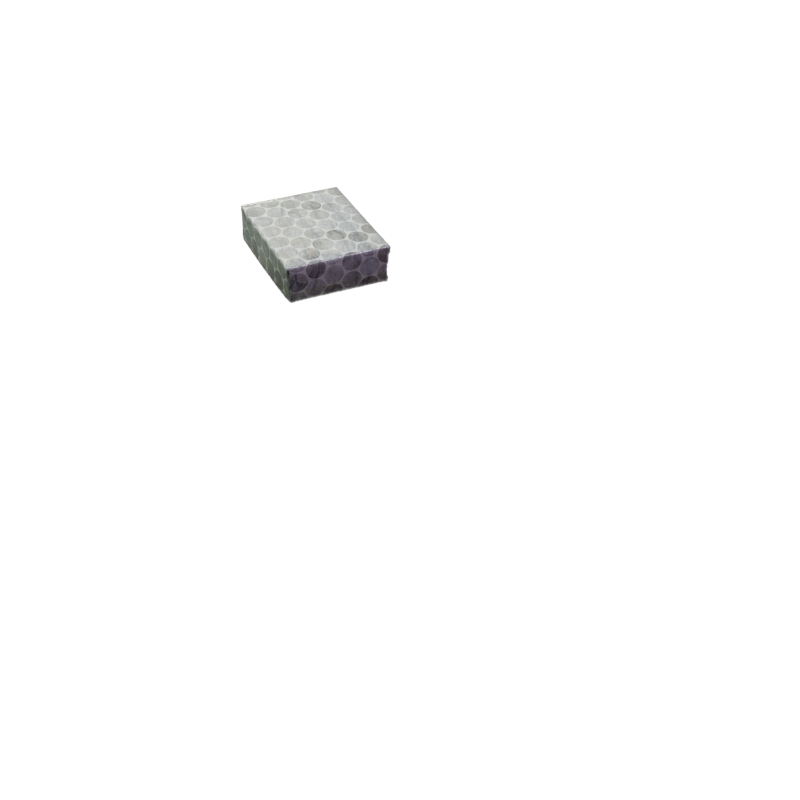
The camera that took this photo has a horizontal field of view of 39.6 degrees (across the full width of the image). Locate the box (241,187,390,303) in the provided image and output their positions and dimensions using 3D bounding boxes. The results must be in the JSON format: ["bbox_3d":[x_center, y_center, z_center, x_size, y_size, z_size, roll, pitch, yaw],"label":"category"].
[{"bbox_3d":[-0.072,-0.131,0.919,0.089,0.036,0.123,-15,41,-19],"label":"box"}]
